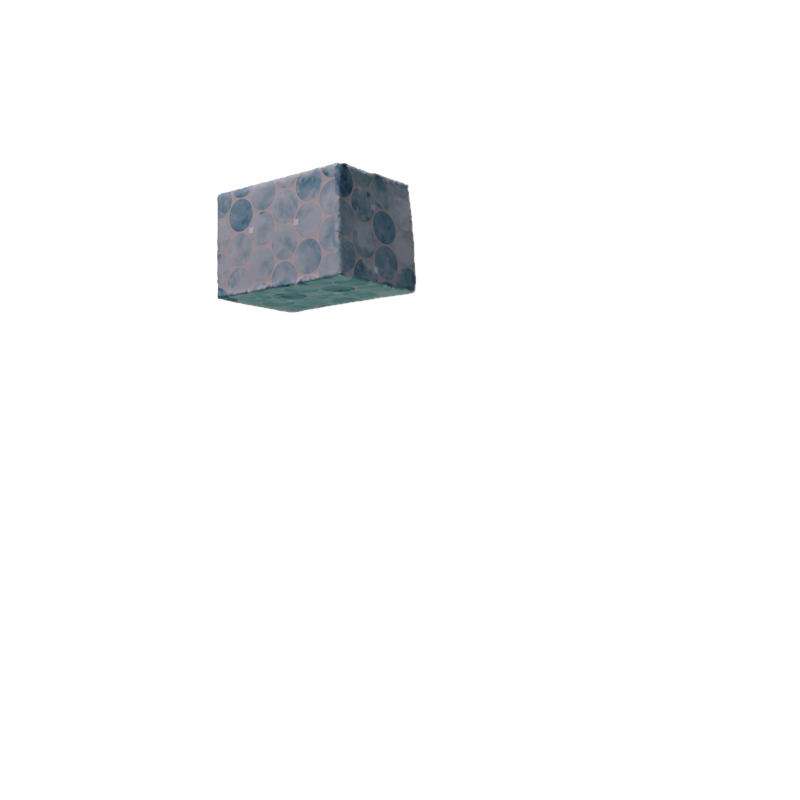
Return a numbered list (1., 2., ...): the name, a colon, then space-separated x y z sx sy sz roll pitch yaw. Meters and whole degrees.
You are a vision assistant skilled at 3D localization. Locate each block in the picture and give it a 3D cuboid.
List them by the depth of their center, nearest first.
1. block: -0.040 -0.072 0.505 0.080 0.053 0.050 -7 -11 38
